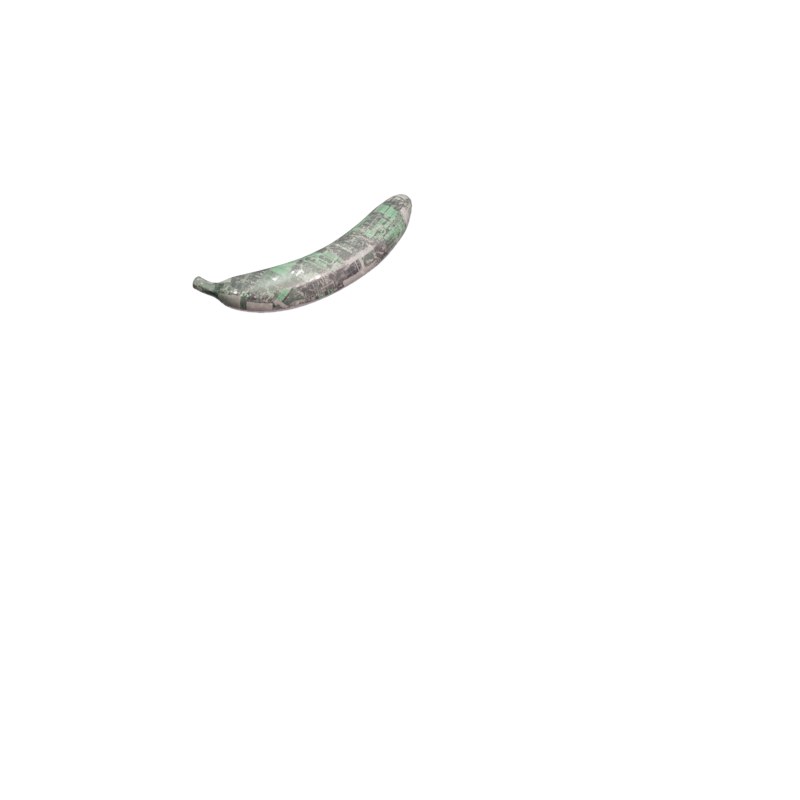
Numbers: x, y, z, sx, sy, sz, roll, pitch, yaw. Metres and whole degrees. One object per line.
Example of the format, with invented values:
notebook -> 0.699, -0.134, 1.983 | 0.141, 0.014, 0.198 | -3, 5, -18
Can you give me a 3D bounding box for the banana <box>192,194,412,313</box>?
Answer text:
banana -> -0.065, -0.113, 0.891 | 0.197, 0.075, 0.034 | -23, -32, -16
